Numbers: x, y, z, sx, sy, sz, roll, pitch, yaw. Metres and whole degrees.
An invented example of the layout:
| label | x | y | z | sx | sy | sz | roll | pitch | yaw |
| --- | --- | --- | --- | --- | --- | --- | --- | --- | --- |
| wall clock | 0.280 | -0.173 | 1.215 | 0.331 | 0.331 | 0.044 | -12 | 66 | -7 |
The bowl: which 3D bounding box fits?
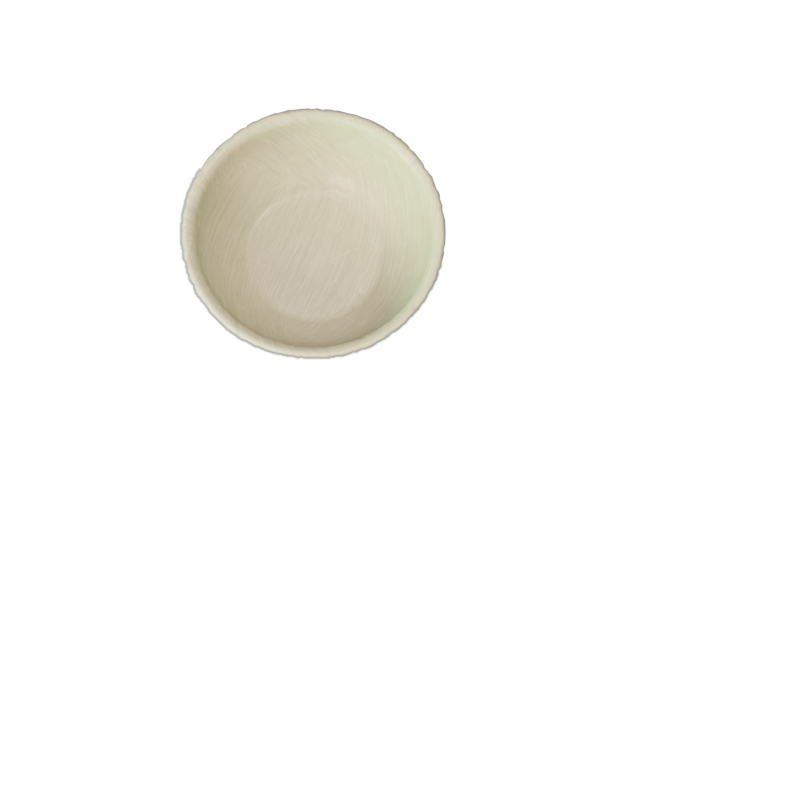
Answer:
| label | x | y | z | sx | sy | sz | roll | pitch | yaw |
| --- | --- | --- | --- | --- | --- | --- | --- | --- | --- |
| bowl | -0.055 | -0.100 | 0.700 | 0.162 | 0.169 | 0.053 | -1 | -17 | -1 |
